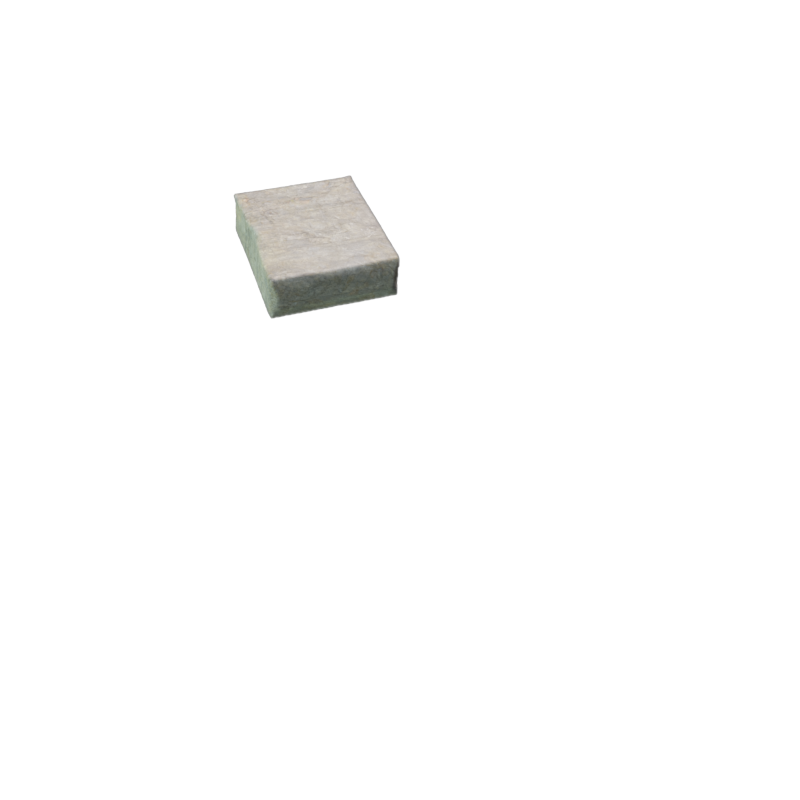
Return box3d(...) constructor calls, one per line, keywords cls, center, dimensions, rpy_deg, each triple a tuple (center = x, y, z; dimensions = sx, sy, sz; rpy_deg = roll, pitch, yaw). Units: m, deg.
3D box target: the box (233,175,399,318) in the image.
box3d(cls="box", center=(-0.049, -0.089, 0.626), dimensions=(0.072, 0.028, 0.097), rpy_deg=(-11, 42, -13))
